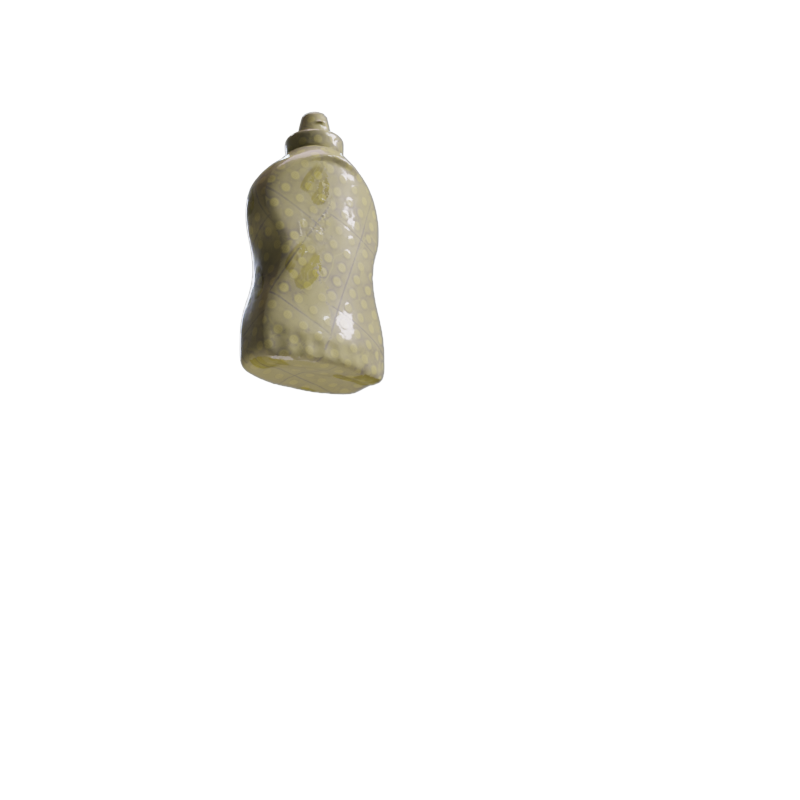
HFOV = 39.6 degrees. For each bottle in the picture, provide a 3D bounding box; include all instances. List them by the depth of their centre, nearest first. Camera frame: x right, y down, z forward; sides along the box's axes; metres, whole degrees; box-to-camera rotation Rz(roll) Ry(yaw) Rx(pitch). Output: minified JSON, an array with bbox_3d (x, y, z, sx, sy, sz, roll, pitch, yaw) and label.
[{"bbox_3d":[-0.057,-0.106,0.738,0.091,0.202,0.058,14,-28,-32],"label":"bottle"}]
